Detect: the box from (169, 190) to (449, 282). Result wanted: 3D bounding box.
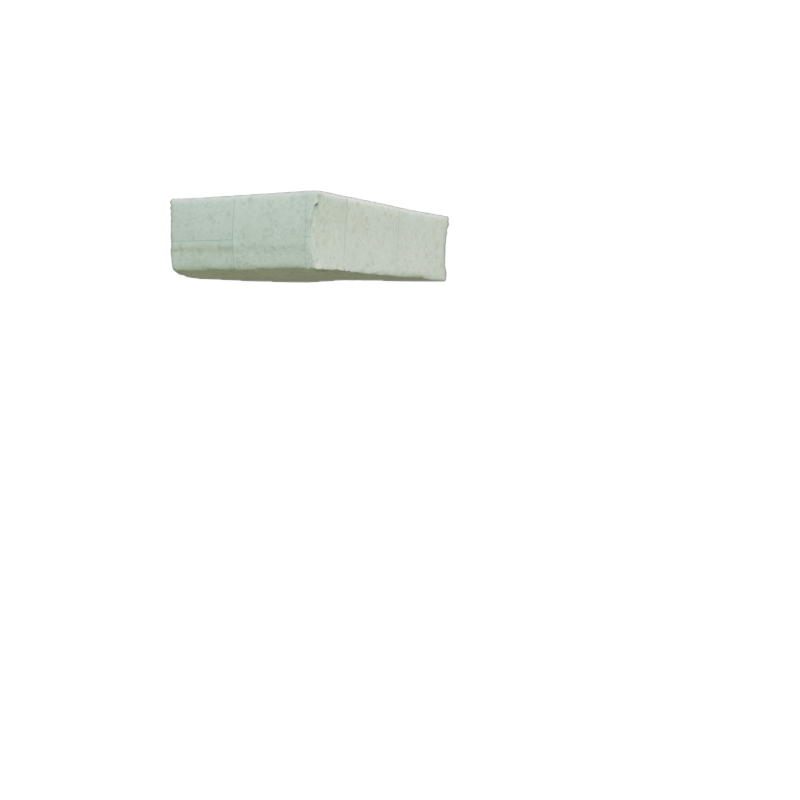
[{"bbox_3d":[-0.042,-0.077,0.540,0.093,0.039,0.109,2,4,35],"label":"box"}]
